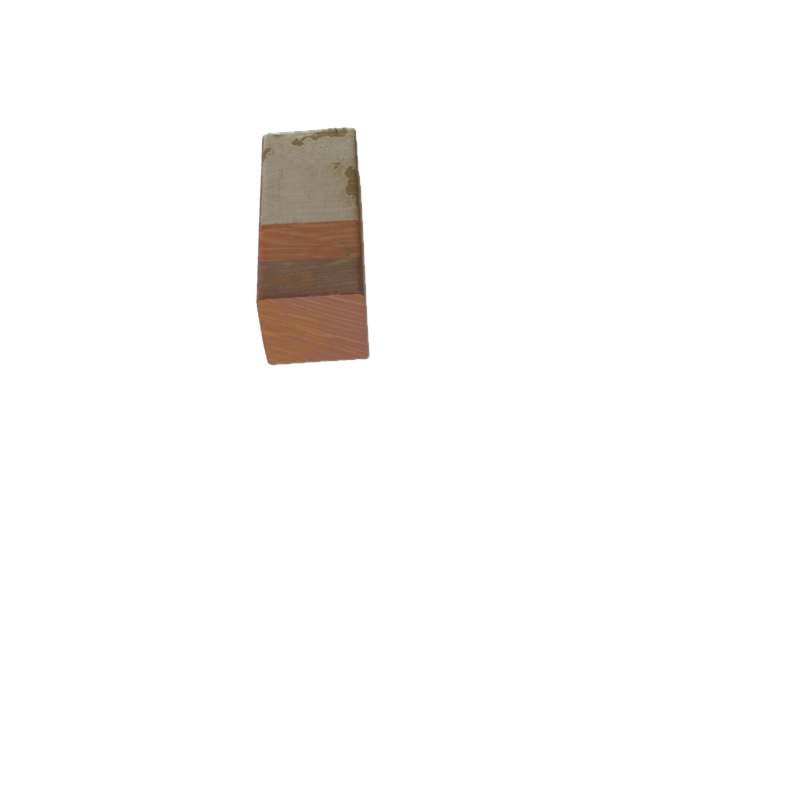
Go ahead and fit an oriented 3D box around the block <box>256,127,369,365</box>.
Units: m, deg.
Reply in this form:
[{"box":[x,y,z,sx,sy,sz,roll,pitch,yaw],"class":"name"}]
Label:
[{"box":[-0.078,-0.143,0.998,0.091,0.221,0.084,-4,-40,1],"class":"block"}]
